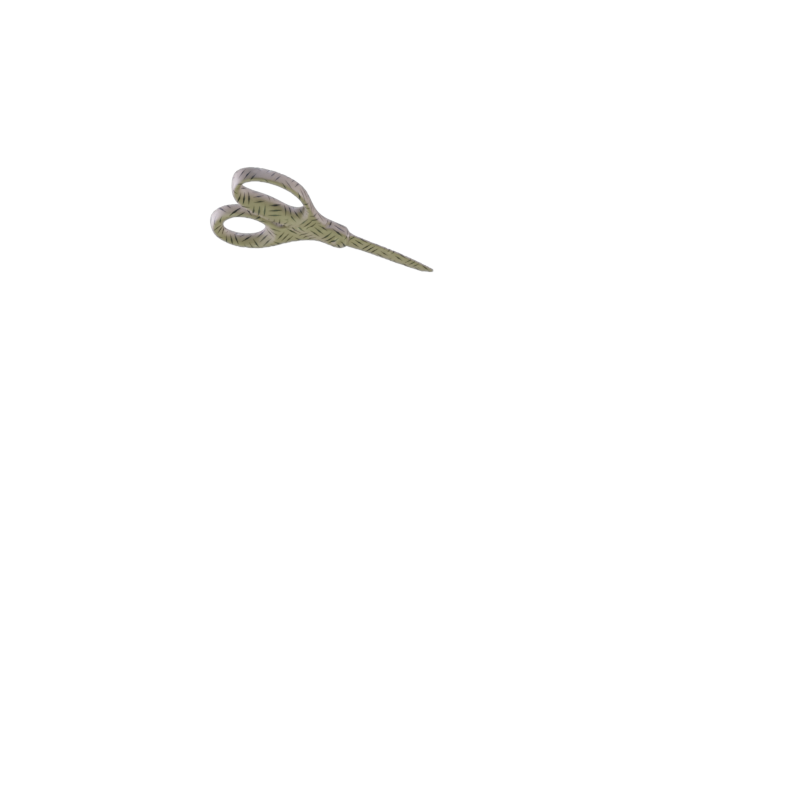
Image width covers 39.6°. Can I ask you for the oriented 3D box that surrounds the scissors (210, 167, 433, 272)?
[{"bbox_3d":[-0.072,-0.131,0.915,0.096,0.017,0.188,-26,-40,35],"label":"scissors"}]
